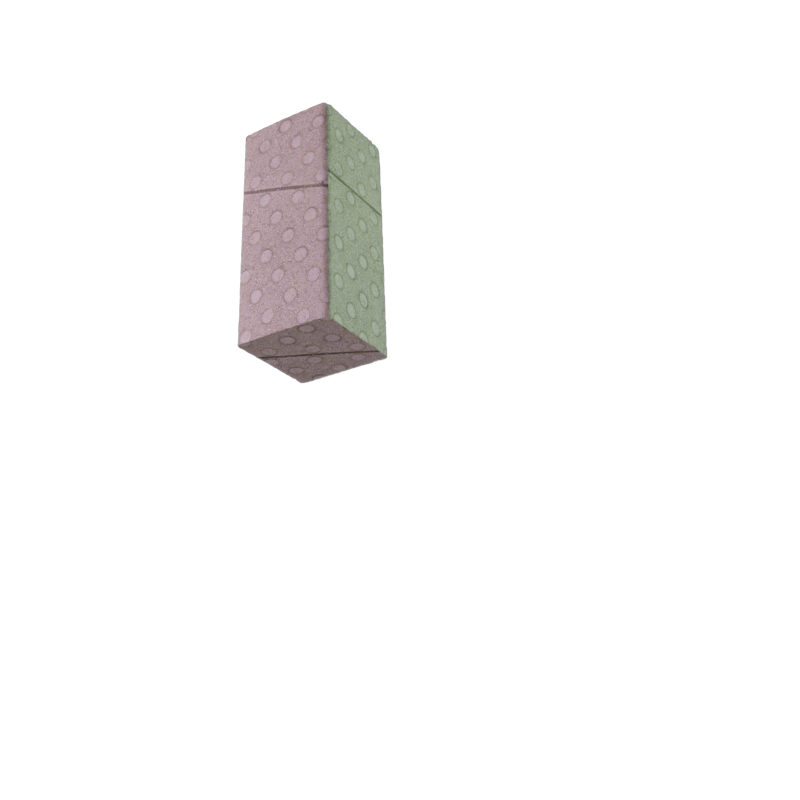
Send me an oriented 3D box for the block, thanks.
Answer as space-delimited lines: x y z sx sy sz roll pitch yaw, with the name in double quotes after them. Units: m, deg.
-0.073 -0.134 0.936 0.091 0.219 0.084 -19 -33 28 "block"
